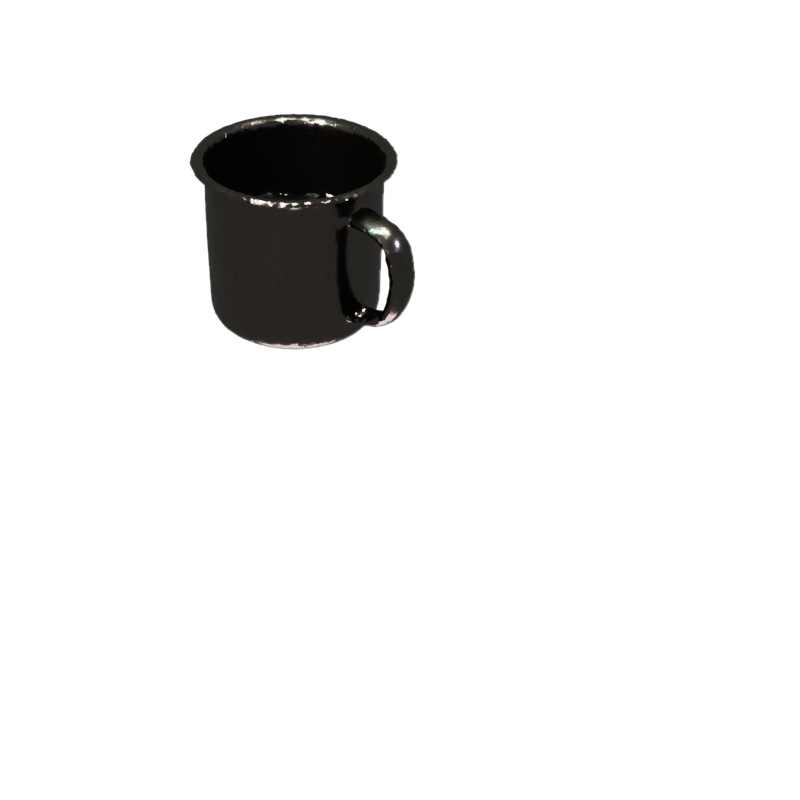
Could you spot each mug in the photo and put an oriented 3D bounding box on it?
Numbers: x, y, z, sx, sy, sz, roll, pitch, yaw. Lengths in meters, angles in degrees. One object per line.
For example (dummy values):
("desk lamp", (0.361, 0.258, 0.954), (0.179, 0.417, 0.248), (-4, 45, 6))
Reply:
("mug", (-0.040, -0.073, 0.511), (0.125, 0.076, 0.093), (28, 42, 33))
